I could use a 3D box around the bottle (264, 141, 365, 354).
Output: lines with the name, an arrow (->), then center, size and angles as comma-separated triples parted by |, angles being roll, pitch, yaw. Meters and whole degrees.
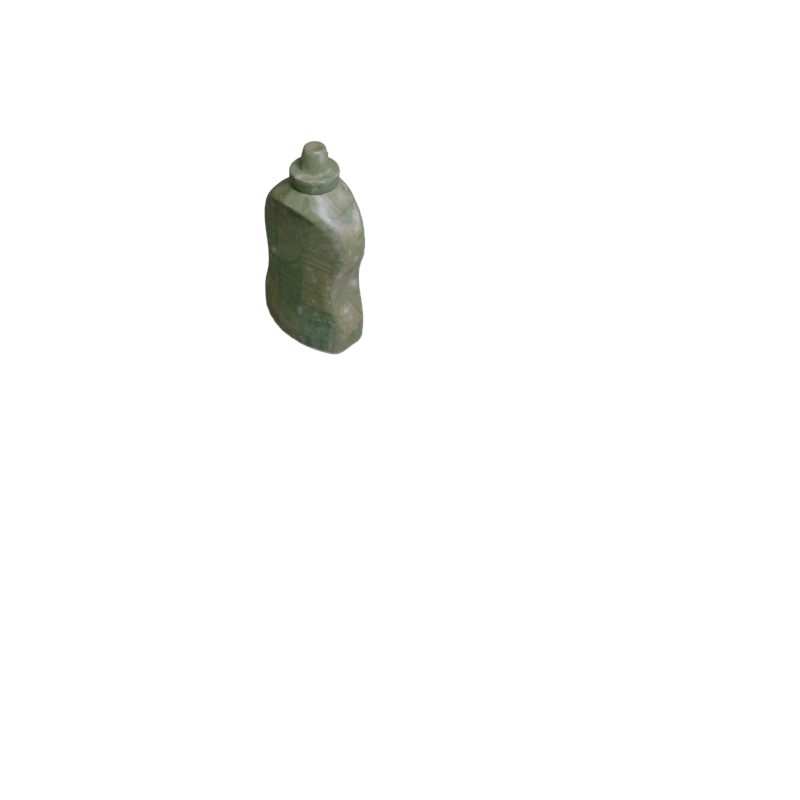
bottle -> -0.073, -0.134, 0.934 | 0.059, 0.179, 0.102 | -32, 53, -33
